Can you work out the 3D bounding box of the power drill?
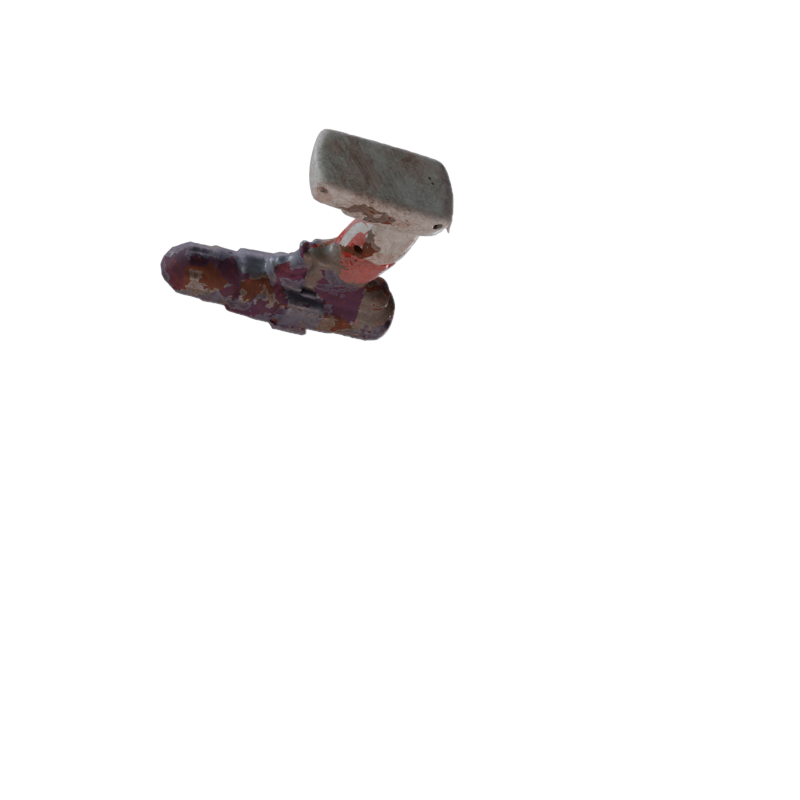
[{"bbox_3d":[-0.062,-0.113,0.793,0.178,0.061,0.182,12,-30,-22],"label":"power drill"}]
